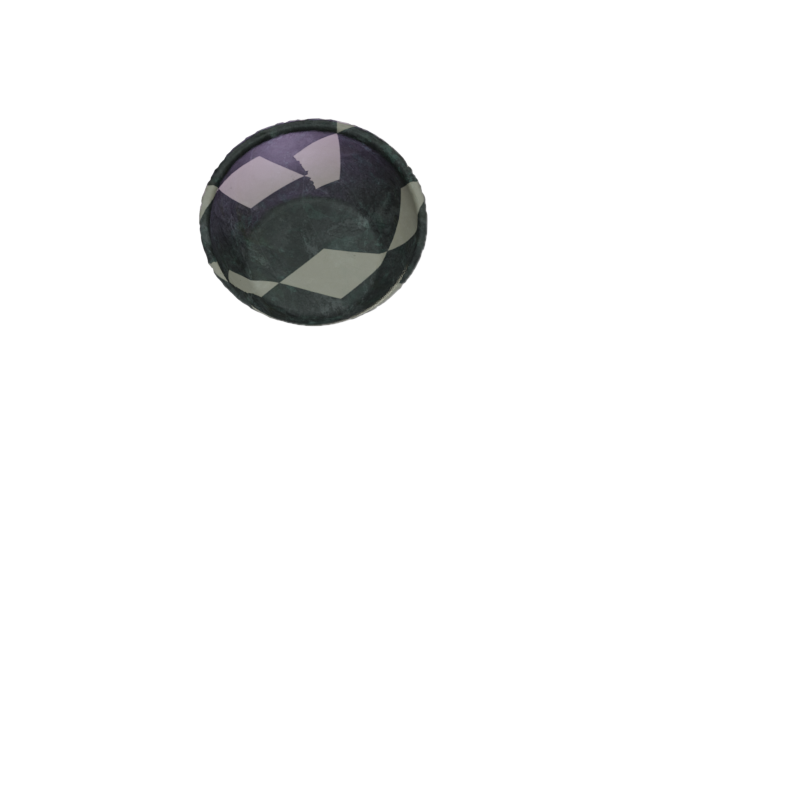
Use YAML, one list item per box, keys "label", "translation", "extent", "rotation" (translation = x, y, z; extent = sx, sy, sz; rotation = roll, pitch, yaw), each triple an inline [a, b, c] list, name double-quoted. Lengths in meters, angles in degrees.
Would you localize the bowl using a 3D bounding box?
- label: "bowl"
  translation: [-0.060, -0.109, 0.762]
  extent: [0.162, 0.153, 0.058]
  rotation: [1, 28, -1]
